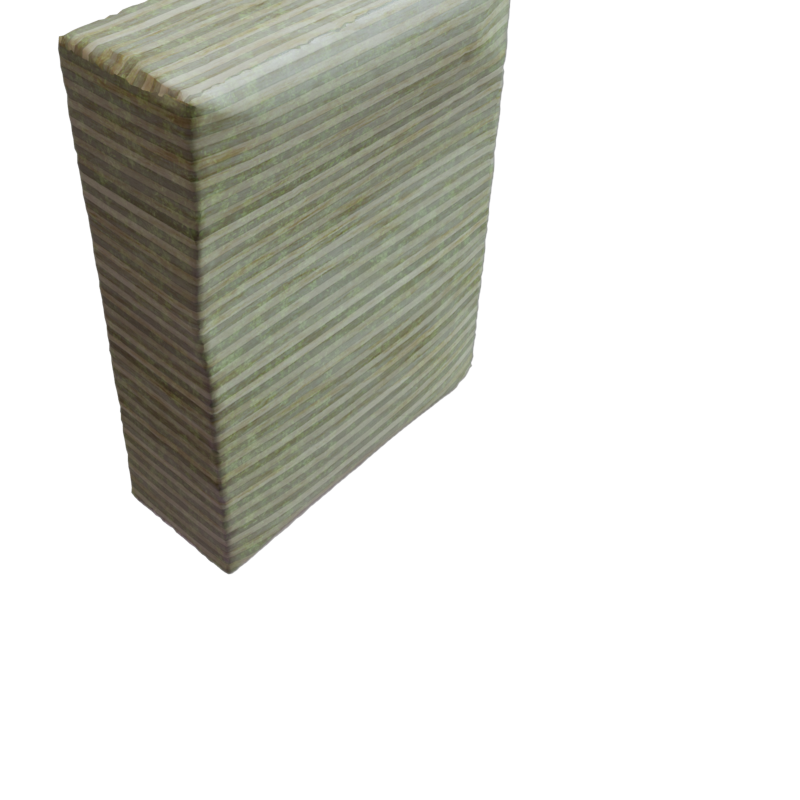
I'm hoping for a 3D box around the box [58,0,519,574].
[{"bbox_3d":[-0.034,-0.062,0.433,0.076,0.199,0.165,30,48,28],"label":"box"}]
